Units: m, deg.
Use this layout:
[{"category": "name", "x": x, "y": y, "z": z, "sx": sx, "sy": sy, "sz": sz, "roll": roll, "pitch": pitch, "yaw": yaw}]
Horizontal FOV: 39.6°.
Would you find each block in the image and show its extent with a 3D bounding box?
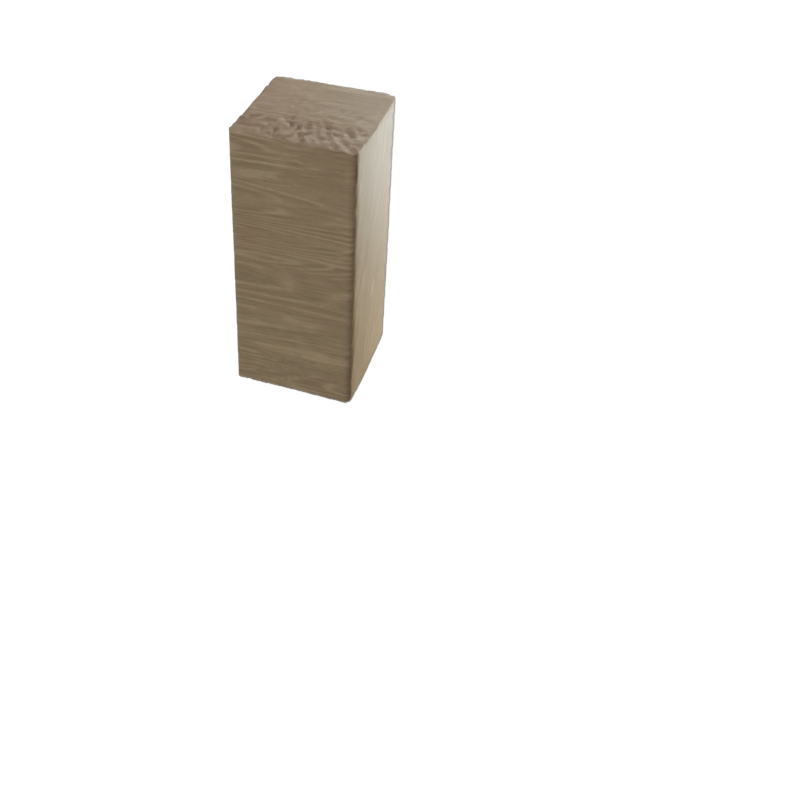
[{"category": "block", "x": -0.061, "y": -0.113, "z": 0.787, "sx": 0.093, "sy": 0.193, "sz": 0.094, "roll": 13, "pitch": 38, "yaw": 13}]
